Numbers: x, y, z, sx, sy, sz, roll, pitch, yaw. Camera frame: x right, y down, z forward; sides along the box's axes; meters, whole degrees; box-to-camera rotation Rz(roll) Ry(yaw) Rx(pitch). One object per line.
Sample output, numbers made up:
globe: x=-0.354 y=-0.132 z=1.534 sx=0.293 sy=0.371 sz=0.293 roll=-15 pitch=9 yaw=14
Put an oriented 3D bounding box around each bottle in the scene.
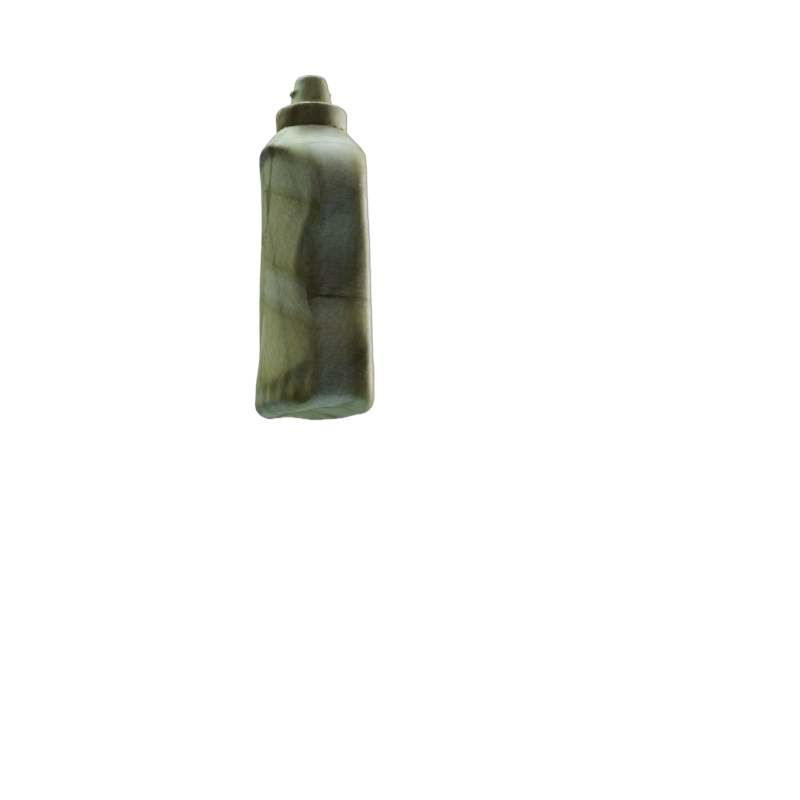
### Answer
bottle: x=-0.049 y=-0.088 z=0.616 sx=0.057 sy=0.198 sz=0.096 roll=4 pitch=-13 yaw=-20
